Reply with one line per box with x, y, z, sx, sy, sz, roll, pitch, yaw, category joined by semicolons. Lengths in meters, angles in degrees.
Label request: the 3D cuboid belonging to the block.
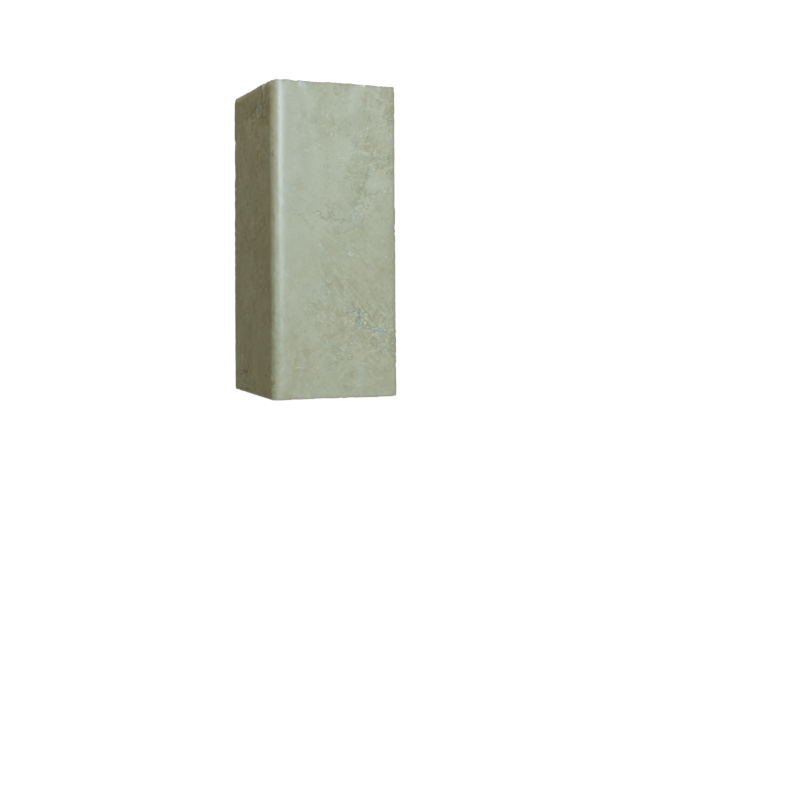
-0.060;-0.109;0.764;0.088;0.207;0.093;0;-1;-23;block
